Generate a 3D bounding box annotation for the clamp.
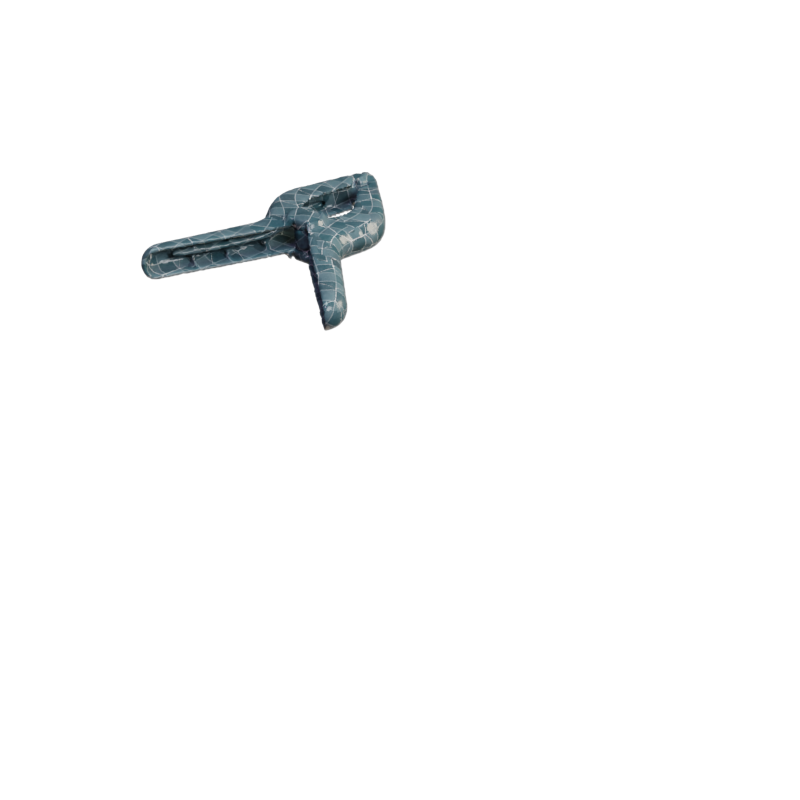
[{"bbox_3d":[-0.065,-0.118,0.829,0.174,0.034,0.212,21,39,29],"label":"clamp"}]
